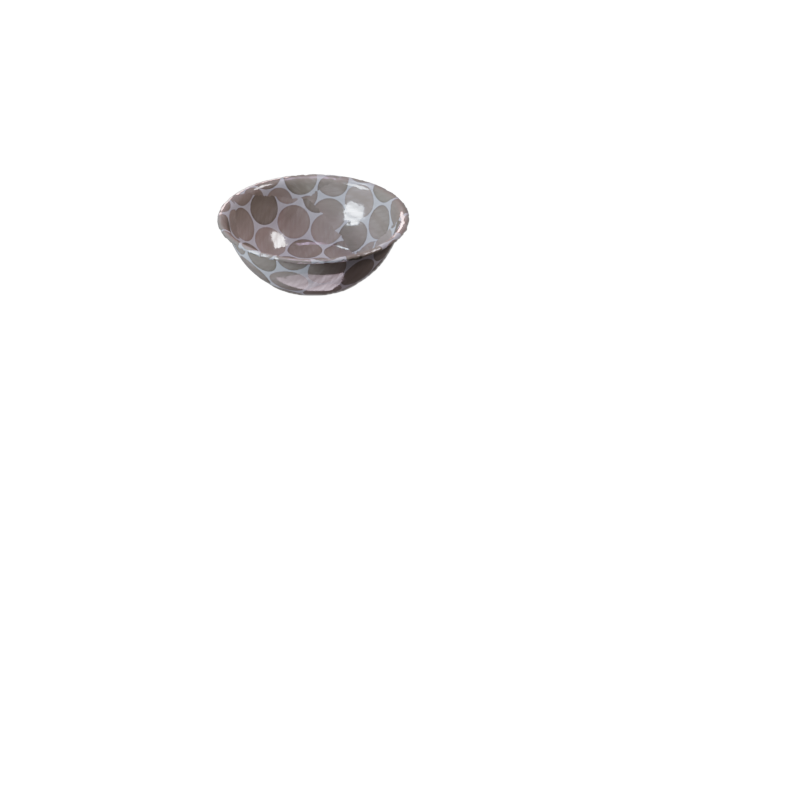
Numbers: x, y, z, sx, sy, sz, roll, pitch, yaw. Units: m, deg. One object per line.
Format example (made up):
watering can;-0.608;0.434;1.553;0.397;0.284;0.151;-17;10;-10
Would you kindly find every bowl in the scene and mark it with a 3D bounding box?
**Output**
bowl;-0.074;-0.135;0.947;0.162;0.052;0.173;-1;34;-2
